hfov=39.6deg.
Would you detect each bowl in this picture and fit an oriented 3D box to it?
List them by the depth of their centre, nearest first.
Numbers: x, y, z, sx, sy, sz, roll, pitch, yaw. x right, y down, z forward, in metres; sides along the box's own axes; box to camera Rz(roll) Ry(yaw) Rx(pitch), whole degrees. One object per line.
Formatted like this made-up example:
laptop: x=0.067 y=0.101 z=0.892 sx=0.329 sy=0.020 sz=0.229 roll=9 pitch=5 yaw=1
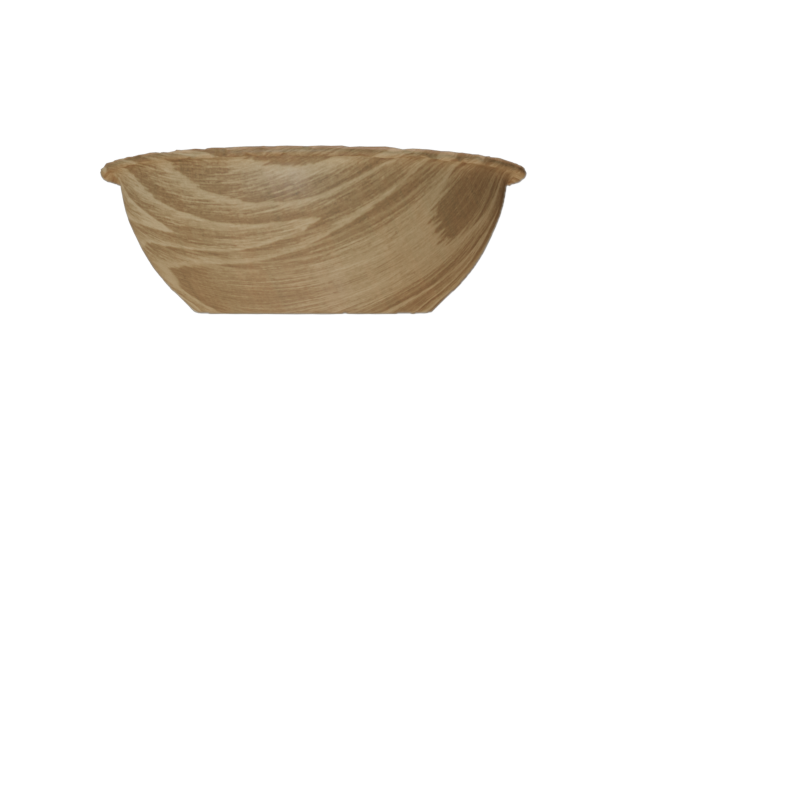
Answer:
bowl: x=-0.033 y=-0.061 z=0.425 sx=0.162 sy=0.055 sz=0.163 roll=0 pitch=4 yaw=-2
